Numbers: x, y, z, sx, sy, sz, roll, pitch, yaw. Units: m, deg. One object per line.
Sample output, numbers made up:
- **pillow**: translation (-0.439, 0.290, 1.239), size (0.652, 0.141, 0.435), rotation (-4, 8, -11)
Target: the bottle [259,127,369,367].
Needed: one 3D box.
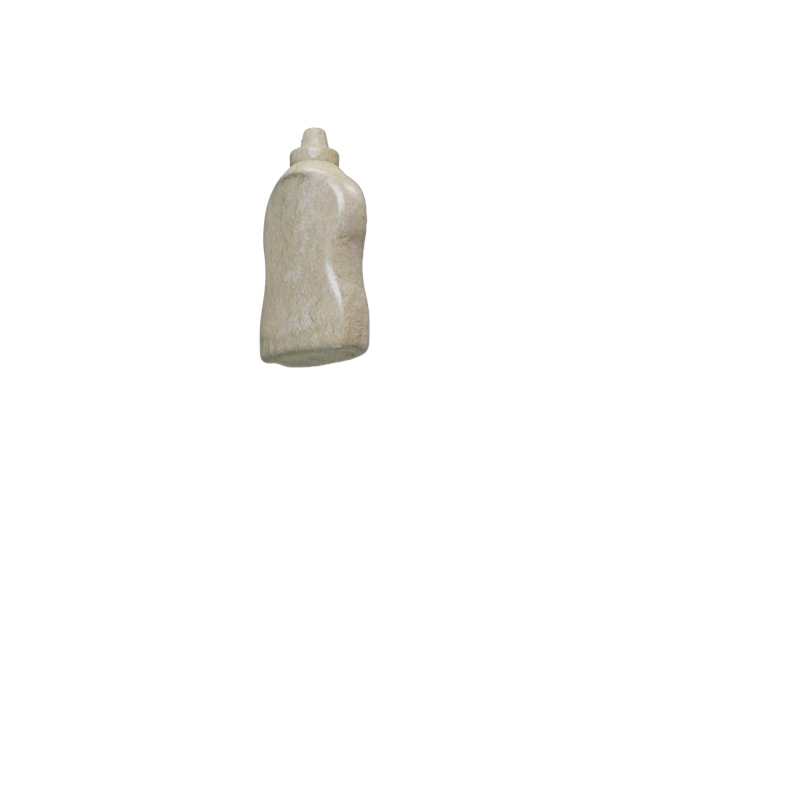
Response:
- **bottle**: translation (-0.069, -0.126, 0.887), size (0.098, 0.199, 0.055), rotation (-15, -21, 42)
